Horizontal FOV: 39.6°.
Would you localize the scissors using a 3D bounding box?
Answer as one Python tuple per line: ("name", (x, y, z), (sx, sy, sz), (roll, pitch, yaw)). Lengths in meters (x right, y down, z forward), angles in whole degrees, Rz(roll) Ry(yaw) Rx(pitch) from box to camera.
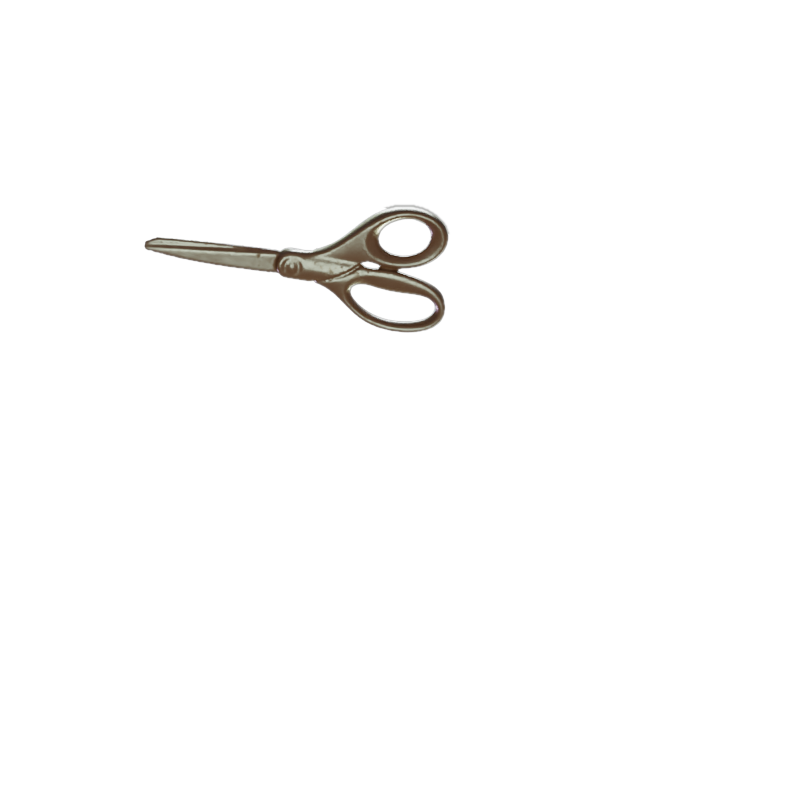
("scissors", (-0.057, -0.104, 0.725), (0.198, 0.093, 0.017), (22, 21, -9))
